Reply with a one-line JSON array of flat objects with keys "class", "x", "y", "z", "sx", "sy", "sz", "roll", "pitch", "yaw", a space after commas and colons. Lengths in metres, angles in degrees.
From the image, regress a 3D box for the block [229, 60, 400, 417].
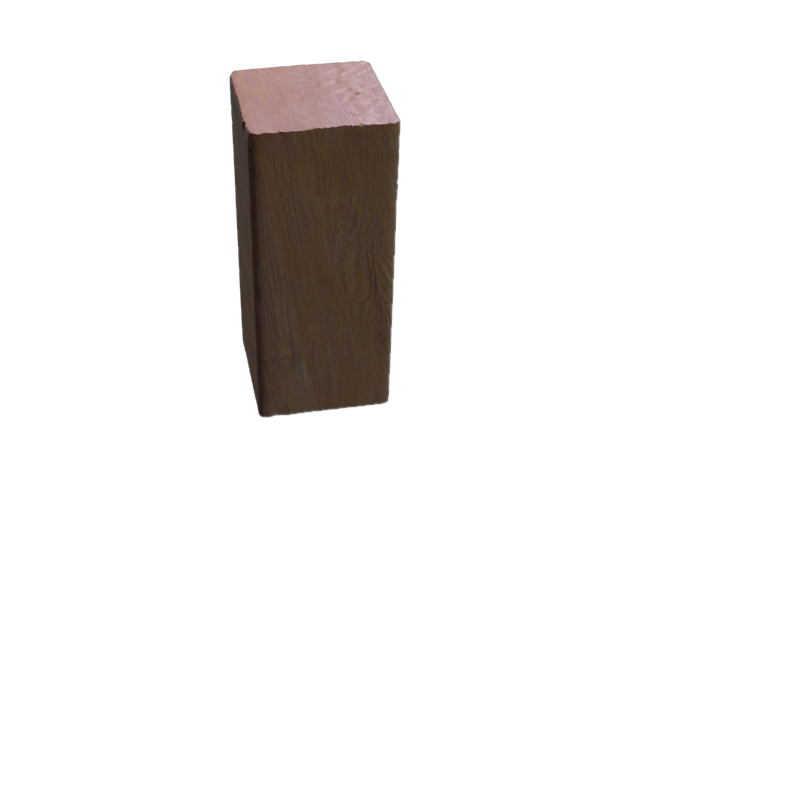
[{"class": "block", "x": -0.056, "y": -0.101, "z": 0.706, "sx": 0.089, "sy": 0.193, "sz": 0.098, "roll": -6, "pitch": 37, "yaw": -11}]
